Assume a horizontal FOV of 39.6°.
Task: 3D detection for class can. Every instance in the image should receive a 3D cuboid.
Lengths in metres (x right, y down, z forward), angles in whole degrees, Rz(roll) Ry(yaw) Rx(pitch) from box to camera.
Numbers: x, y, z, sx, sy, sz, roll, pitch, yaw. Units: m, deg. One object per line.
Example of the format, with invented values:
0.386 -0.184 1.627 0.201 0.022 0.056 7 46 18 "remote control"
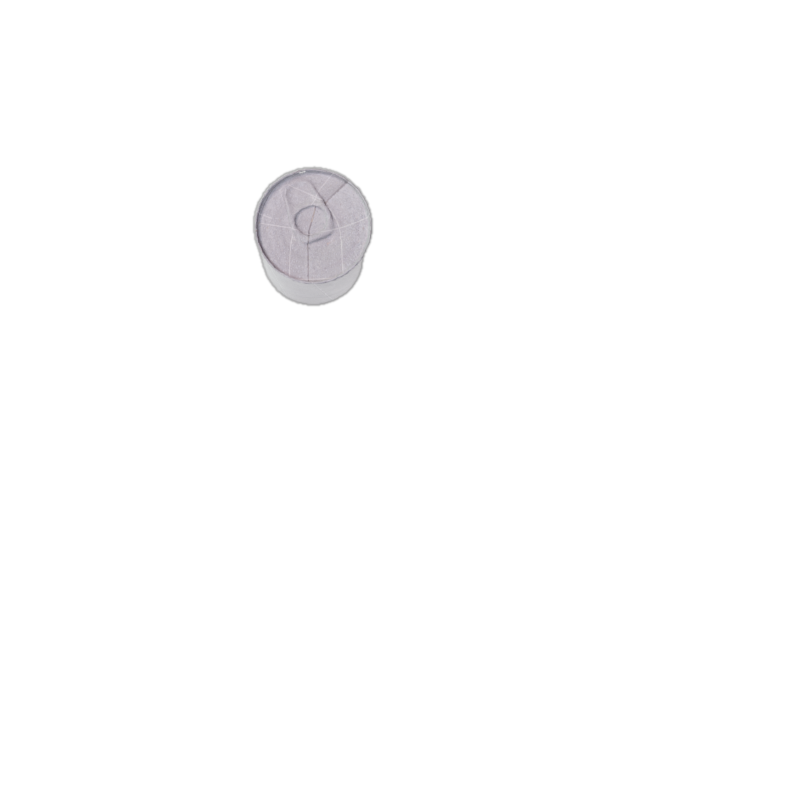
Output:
-0.053 -0.097 0.683 0.068 0.070 0.100 0 -5 -3 "can"
